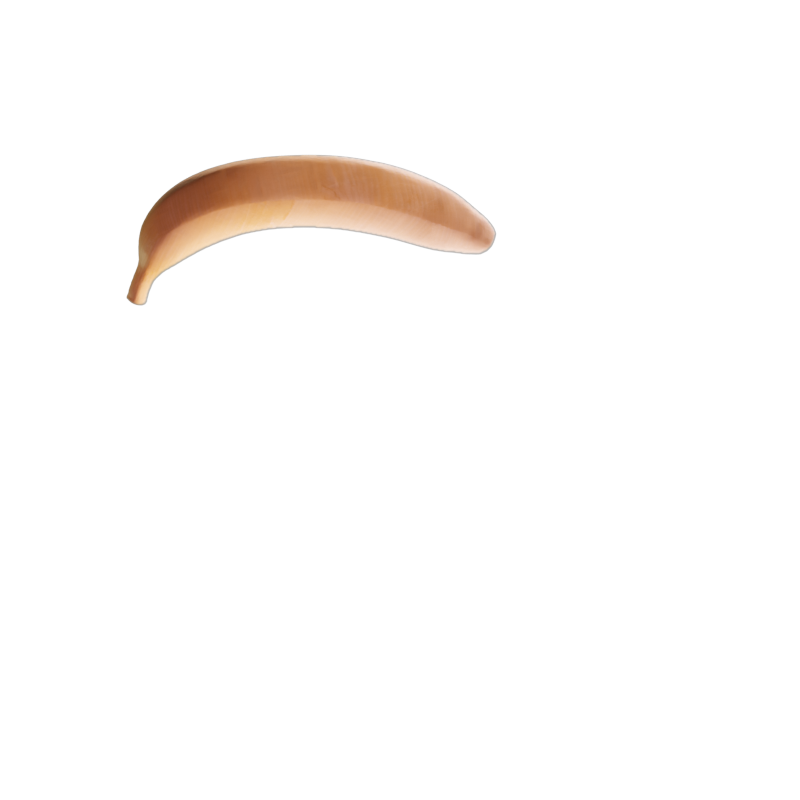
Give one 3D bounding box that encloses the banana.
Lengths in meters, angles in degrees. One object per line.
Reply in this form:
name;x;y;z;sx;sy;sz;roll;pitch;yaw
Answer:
banana;-0.052;-0.096;0.575;0.199;0.064;0.039;-7;41;6
